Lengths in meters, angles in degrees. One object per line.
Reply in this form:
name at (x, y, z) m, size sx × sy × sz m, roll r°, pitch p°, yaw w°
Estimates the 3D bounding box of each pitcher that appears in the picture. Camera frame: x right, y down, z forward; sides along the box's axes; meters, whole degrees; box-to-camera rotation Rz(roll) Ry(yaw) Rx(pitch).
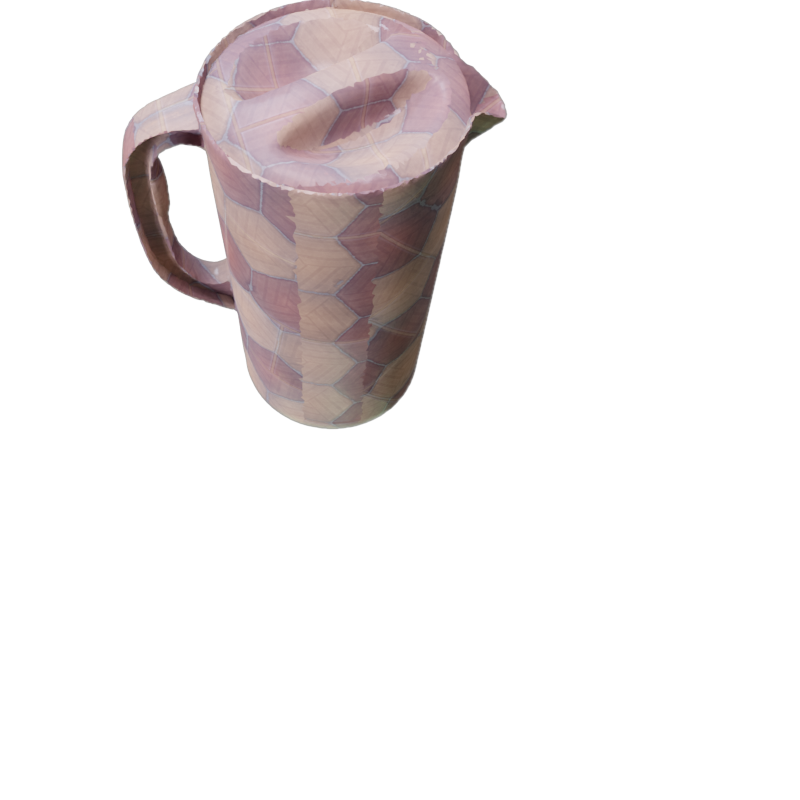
pitcher at (-0.048, -0.087, 0.609) m, size 0.156 × 0.148 × 0.227 m, roll 33°, pitch -30°, yaw 18°
